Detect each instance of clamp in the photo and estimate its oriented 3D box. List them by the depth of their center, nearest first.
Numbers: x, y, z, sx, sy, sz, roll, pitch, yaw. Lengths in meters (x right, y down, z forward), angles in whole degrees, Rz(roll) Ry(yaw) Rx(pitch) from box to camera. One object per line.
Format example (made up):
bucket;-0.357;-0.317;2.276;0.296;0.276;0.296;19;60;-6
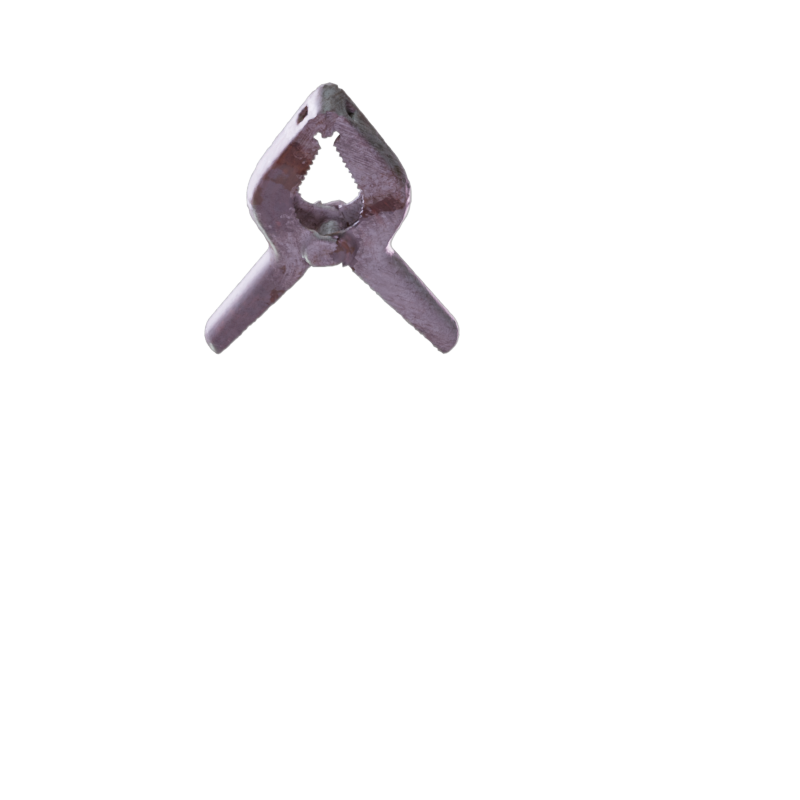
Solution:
clamp;-0.052;-0.095;0.664;0.165;0.039;0.194;-4;-42;5
